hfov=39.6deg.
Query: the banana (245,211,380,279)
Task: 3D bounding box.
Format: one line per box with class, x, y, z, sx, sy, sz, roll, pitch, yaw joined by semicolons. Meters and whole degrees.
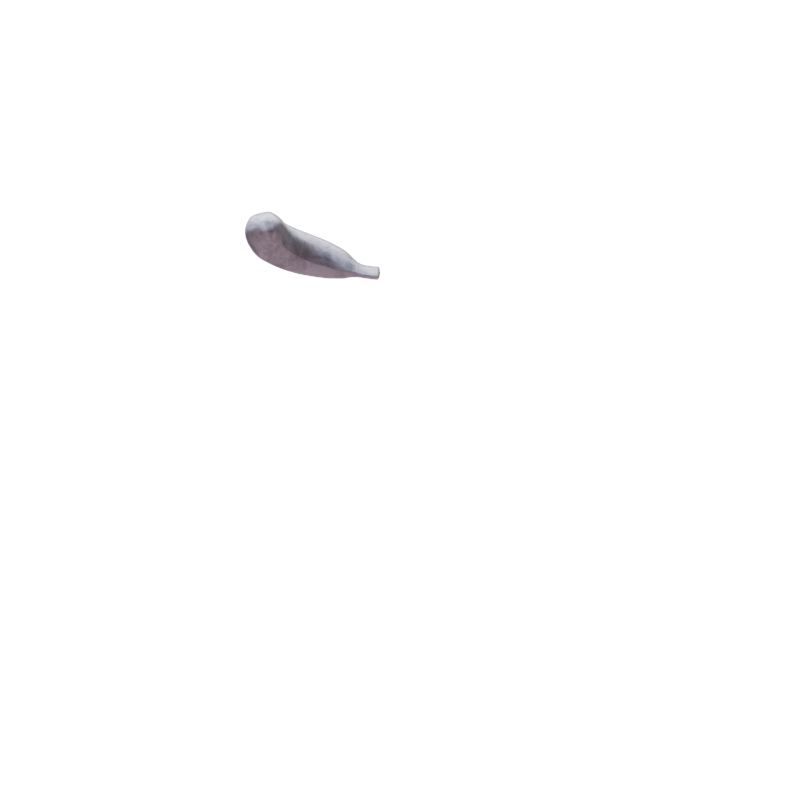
banana;-0.090;-0.136;0.976;0.071;0.038;0.188;-4;-6;28
